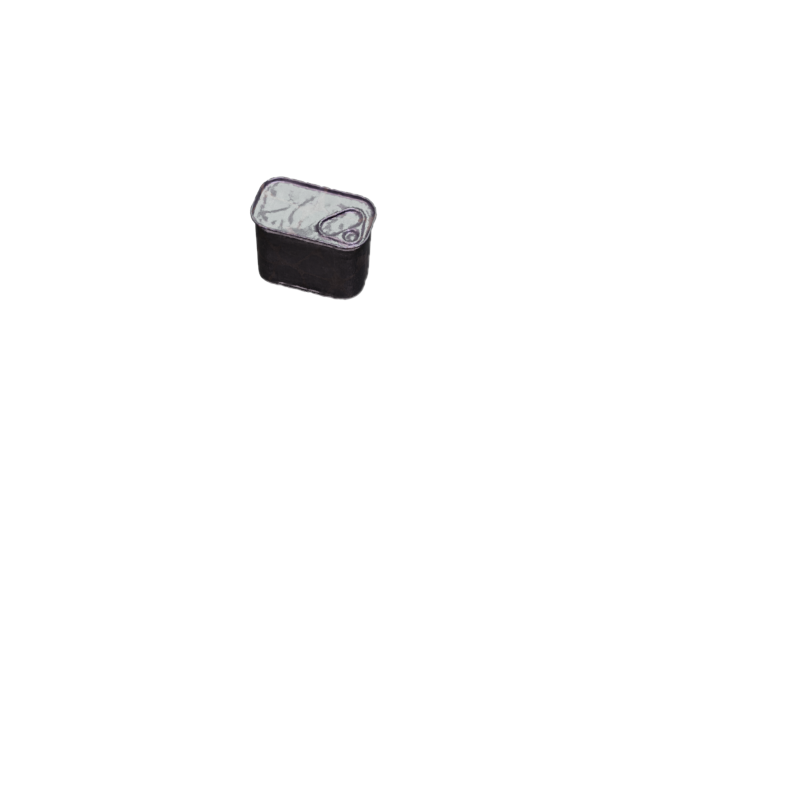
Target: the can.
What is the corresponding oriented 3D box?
[{"bbox_3d":[-0.074,-0.135,0.944,0.104,0.060,0.078,15,-32,8],"label":"can"}]
